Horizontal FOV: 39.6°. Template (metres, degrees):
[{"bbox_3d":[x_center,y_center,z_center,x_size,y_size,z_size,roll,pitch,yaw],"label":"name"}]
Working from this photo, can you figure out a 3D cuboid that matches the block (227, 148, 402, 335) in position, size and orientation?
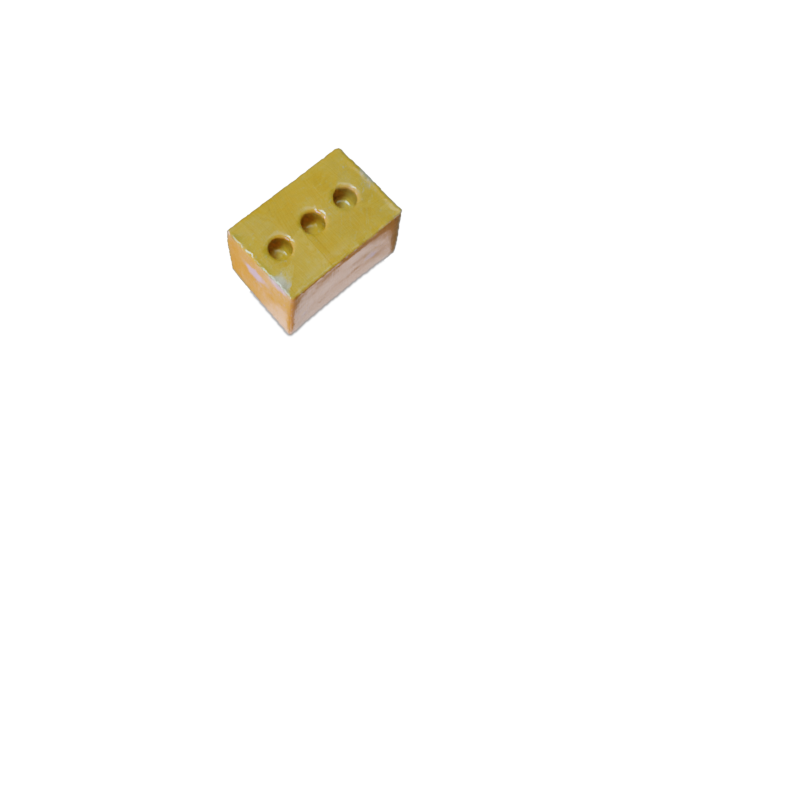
[{"bbox_3d":[-0.046,-0.084,0.588,0.078,0.055,0.049,-41,-14,-15],"label":"block"}]
